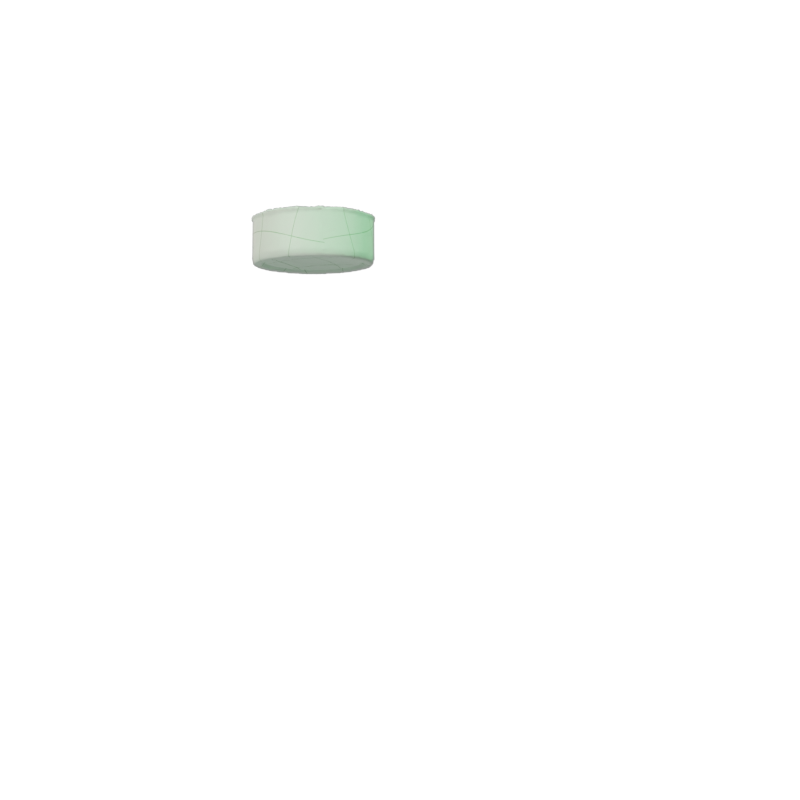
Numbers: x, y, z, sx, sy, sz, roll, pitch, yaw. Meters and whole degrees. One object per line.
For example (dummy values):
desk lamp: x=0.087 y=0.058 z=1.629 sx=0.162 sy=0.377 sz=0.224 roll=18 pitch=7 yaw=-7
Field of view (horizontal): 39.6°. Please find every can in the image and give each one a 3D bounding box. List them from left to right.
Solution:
can: x=-0.060 y=-0.110 z=0.767 sx=0.086 sy=0.034 sz=0.085 roll=0 pitch=-3 yaw=-2
